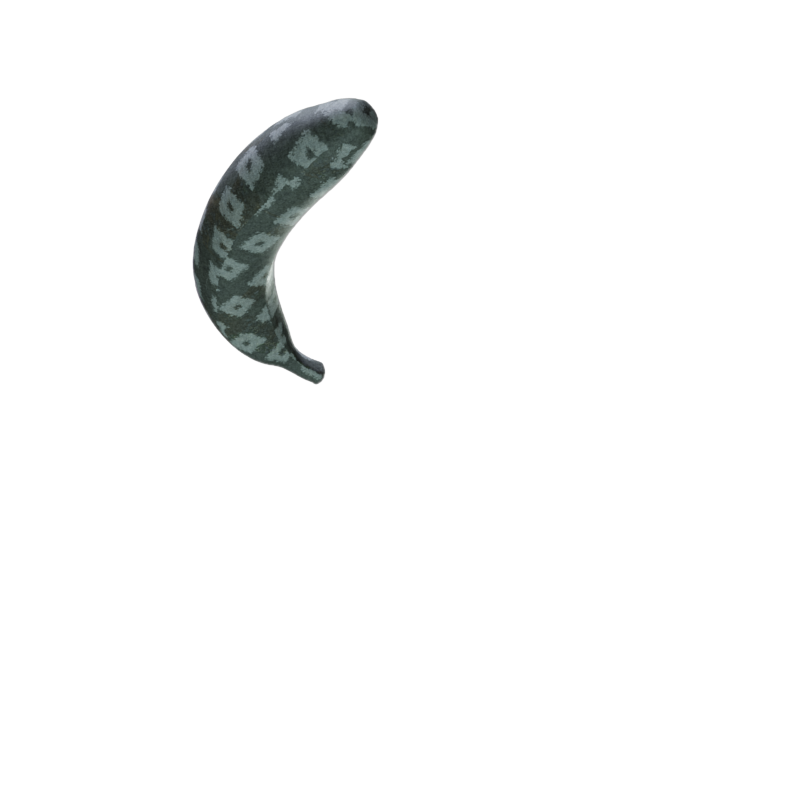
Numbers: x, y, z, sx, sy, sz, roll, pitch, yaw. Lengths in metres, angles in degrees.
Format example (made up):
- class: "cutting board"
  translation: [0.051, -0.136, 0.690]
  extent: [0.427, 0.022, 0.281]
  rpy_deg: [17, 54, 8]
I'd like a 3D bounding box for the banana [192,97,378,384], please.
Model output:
- class: "banana"
  translation: [-0.058, -0.069, 0.495]
  extent: [0.069, 0.039, 0.187]
  rpy_deg: [4, -30, -8]
